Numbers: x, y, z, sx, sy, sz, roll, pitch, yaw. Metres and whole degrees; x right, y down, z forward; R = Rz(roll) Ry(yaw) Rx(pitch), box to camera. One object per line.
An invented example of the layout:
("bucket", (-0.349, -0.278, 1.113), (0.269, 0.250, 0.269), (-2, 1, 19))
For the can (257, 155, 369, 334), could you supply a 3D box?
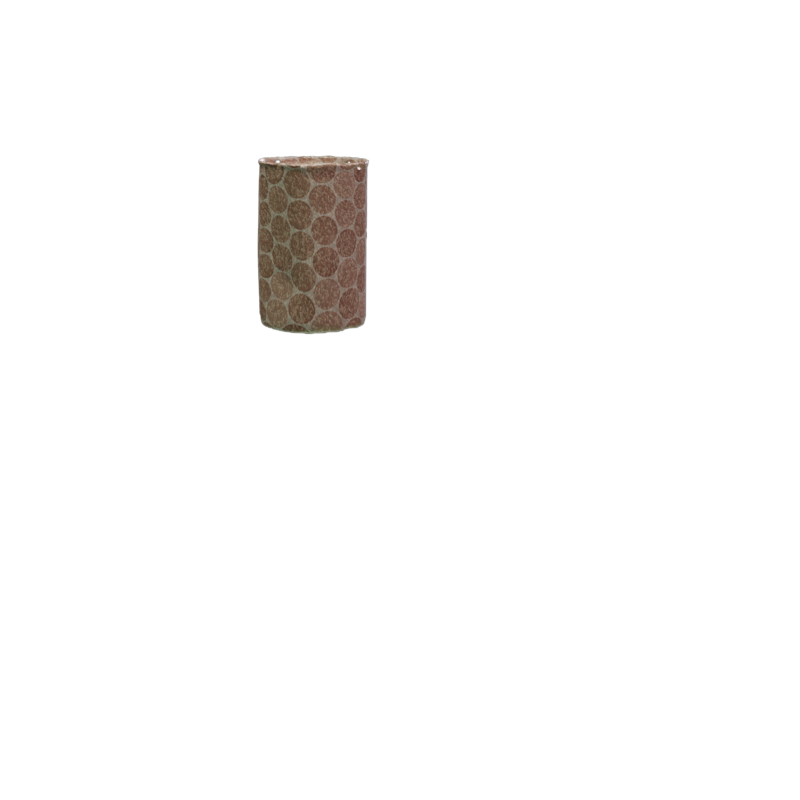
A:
("can", (-0.054, -0.098, 0.684), (0.068, 0.100, 0.070), (0, 11, -2))
